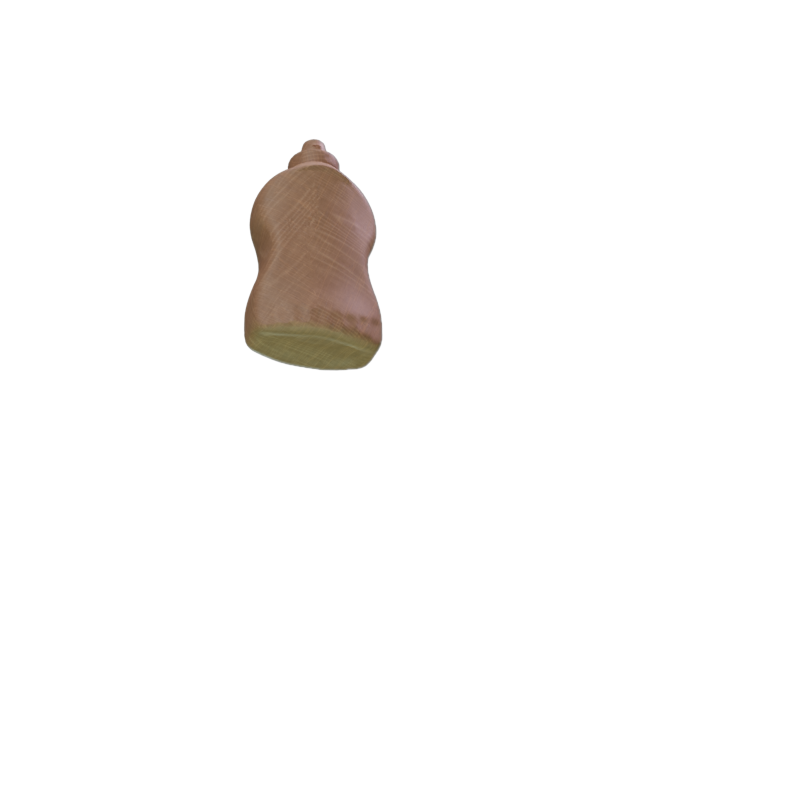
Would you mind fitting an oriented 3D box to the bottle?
[{"bbox_3d":[-0.065,-0.119,0.830,0.094,0.205,0.056,8,-36,-15],"label":"bottle"}]
